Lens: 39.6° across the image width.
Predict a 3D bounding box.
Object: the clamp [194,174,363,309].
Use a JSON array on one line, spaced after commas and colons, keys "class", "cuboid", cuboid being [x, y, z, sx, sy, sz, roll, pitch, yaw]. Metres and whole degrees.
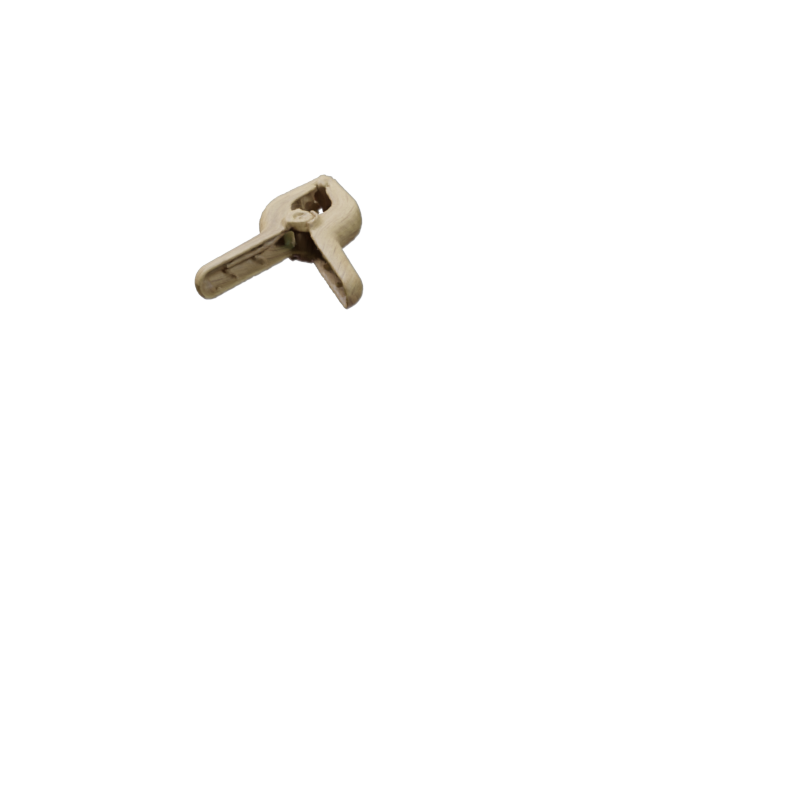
[{"class": "clamp", "cuboid": [-0.065, -0.118, 0.827, 0.124, 0.037, 0.178, 13, 40, 15]}]
